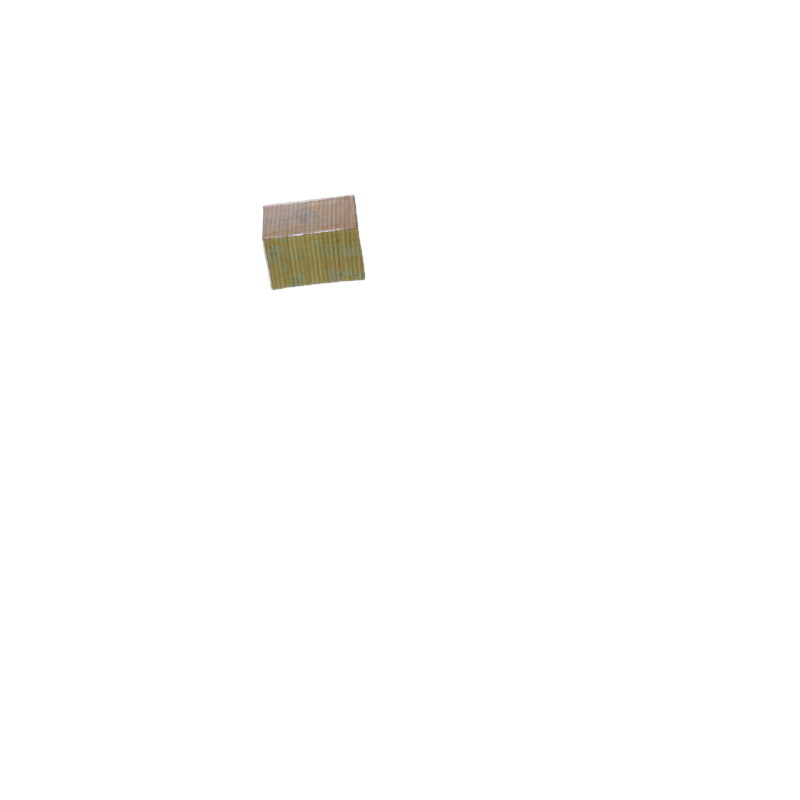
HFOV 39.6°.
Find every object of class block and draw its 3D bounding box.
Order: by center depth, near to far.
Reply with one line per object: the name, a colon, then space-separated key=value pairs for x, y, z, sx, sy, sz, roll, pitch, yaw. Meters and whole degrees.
block: x=-0.070 y=-0.128 z=0.897 sx=0.078 sy=0.049 sz=0.055 roll=-5 pitch=39 yaw=3
